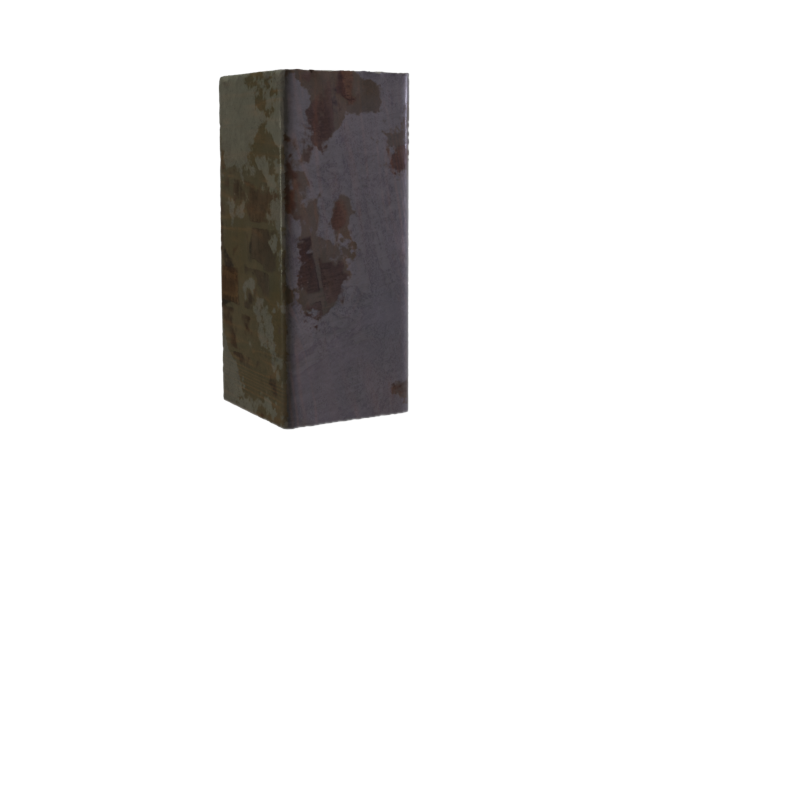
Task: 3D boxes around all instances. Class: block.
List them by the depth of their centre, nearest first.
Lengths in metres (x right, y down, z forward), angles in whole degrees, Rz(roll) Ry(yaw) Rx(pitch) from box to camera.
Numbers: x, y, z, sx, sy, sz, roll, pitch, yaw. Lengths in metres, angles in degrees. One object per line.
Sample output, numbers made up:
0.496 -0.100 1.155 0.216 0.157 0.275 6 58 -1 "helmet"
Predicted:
-0.054 -0.098 0.687 0.087 0.203 0.095 -4 8 -32 "block"
